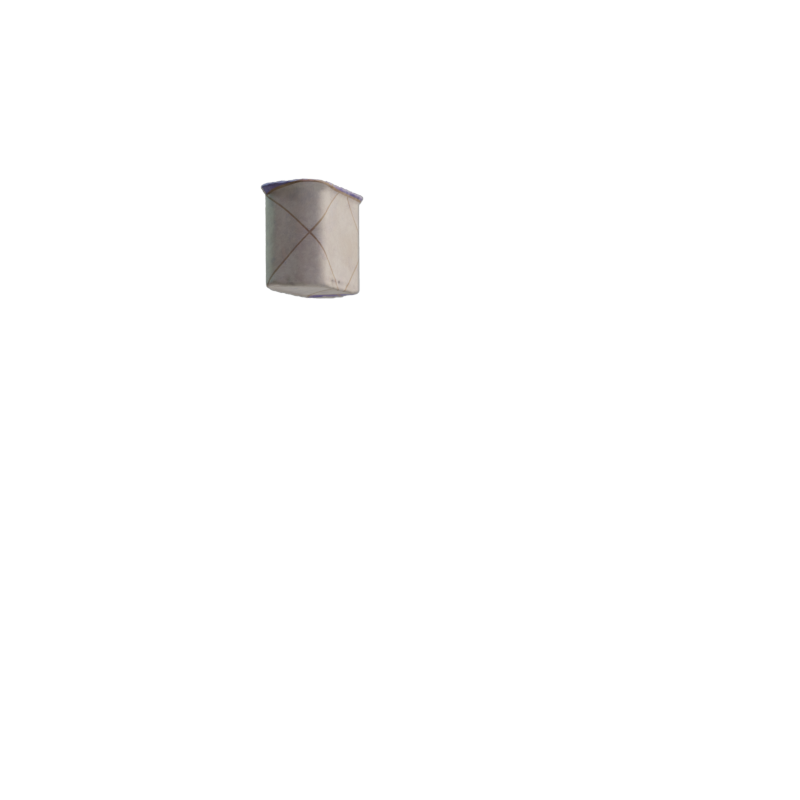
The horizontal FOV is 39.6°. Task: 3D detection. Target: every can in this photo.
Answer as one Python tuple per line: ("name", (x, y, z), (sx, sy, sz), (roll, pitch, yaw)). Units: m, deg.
("can", (-0.071, -0.129, 0.901), (0.059, 0.085, 0.098), (-3, -5, 23))
